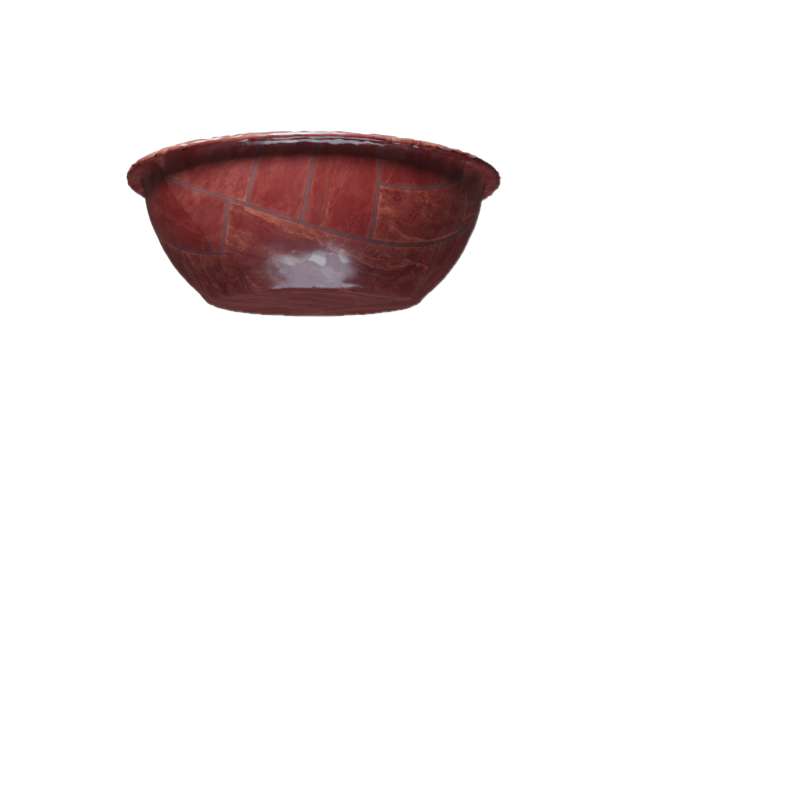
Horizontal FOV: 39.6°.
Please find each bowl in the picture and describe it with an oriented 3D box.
[{"bbox_3d":[-0.037,-0.068,0.478,0.162,0.056,0.160,0,-4,-2],"label":"bowl"}]
